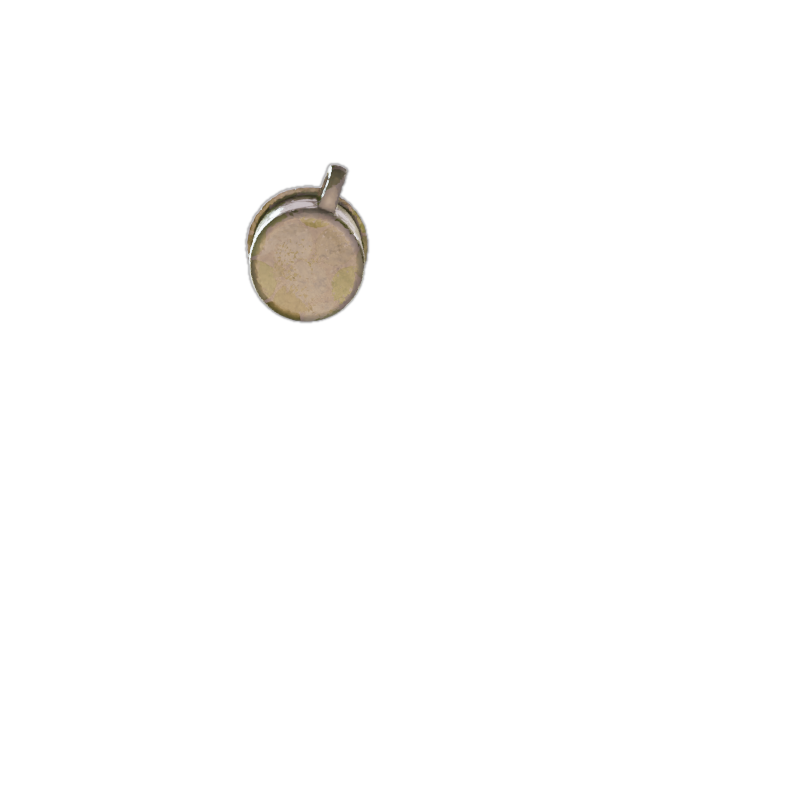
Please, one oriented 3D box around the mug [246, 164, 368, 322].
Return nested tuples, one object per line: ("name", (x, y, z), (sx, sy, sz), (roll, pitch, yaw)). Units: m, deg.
("mug", (-0.063, -0.115, 0.805), (0.092, 0.115, 0.084), (22, 11, -7))
